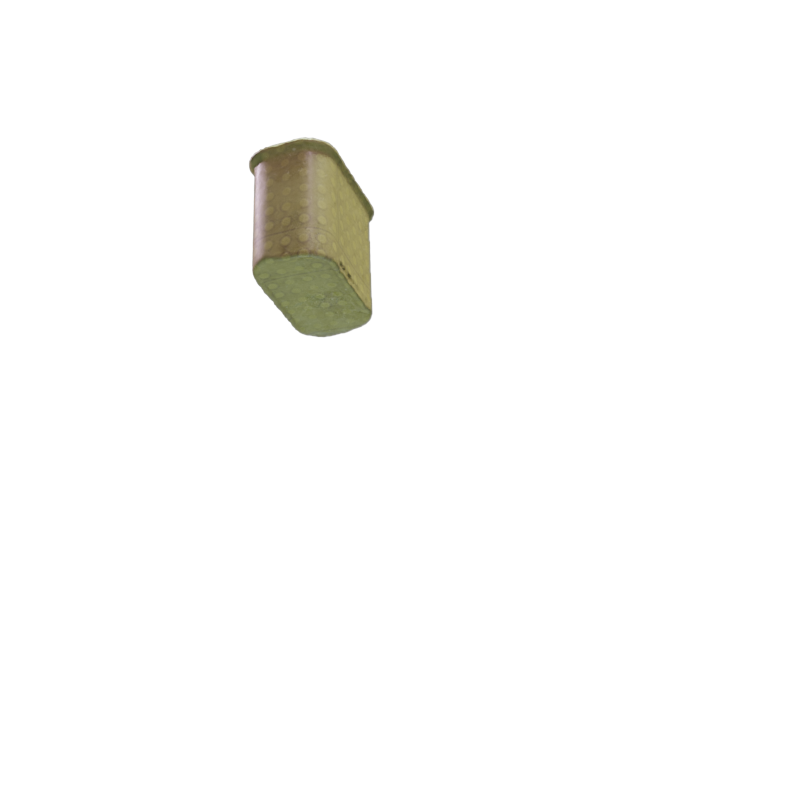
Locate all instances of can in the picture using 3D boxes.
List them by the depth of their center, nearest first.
[{"bbox_3d":[-0.054,-0.099,0.691,0.058,0.089,0.094,-12,-31,17],"label":"can"}]
